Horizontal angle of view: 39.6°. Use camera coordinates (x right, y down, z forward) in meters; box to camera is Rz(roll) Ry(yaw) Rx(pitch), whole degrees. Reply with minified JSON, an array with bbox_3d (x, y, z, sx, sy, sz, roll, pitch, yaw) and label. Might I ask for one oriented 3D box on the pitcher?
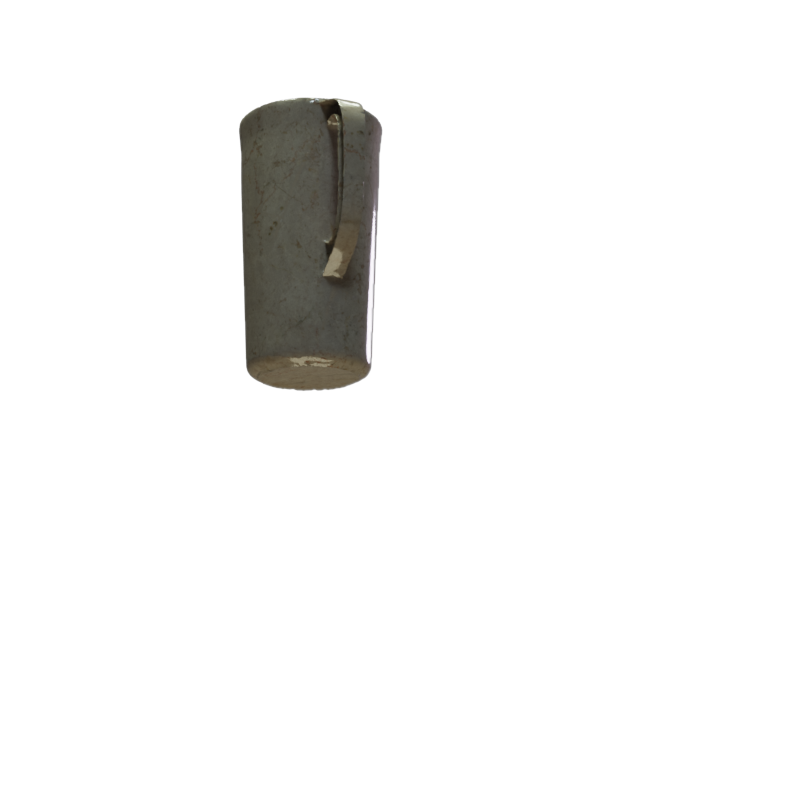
[{"bbox_3d":[-0.077,-0.140,0.980,0.147,0.254,0.140,-8,-20,19],"label":"pitcher"}]
